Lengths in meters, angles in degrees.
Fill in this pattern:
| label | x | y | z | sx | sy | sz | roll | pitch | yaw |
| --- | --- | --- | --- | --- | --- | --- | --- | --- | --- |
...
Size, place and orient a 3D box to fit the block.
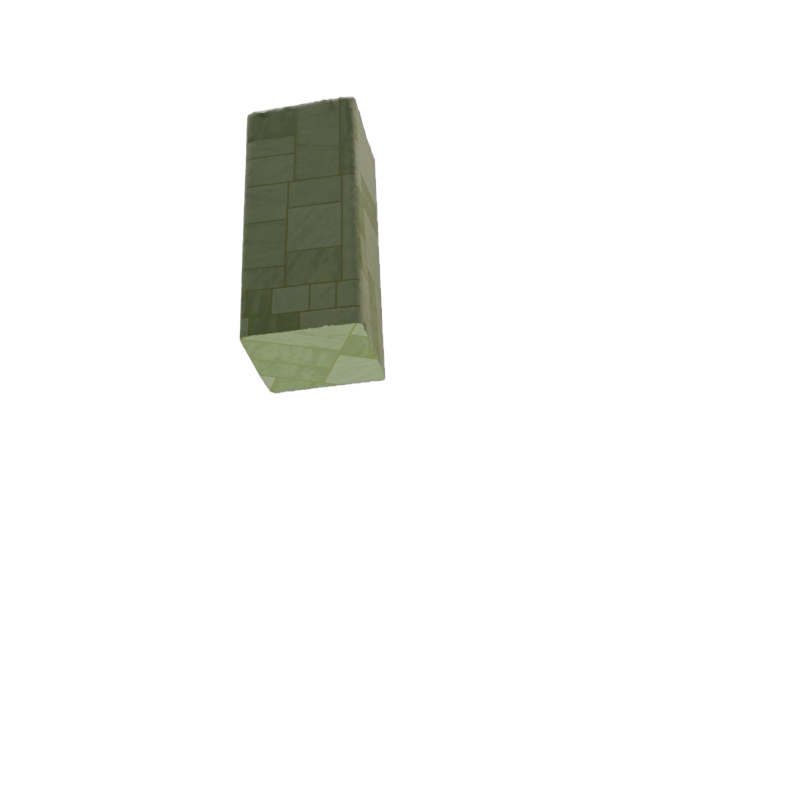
| label | x | y | z | sx | sy | sz | roll | pitch | yaw |
| --- | --- | --- | --- | --- | --- | --- | --- | --- | --- |
| block | -0.067 | -0.122 | 0.851 | 0.091 | 0.220 | 0.083 | -8 | -32 | 9 |
